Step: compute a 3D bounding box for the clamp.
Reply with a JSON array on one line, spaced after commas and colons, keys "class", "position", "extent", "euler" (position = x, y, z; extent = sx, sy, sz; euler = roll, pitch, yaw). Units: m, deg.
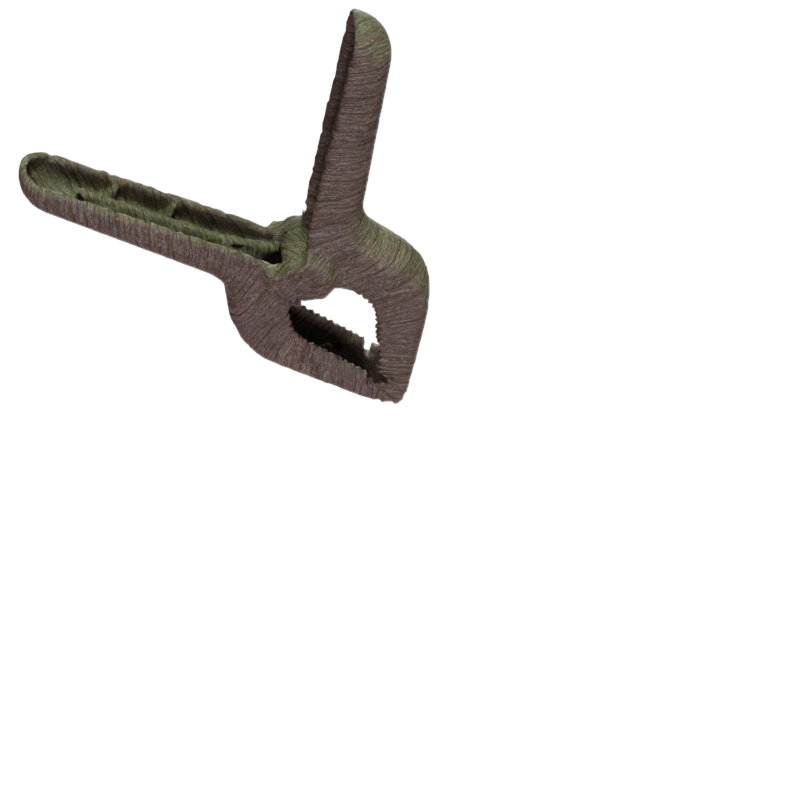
[{"class": "clamp", "position": [-0.038, -0.070, 0.488], "extent": [0.165, 0.039, 0.195], "euler": [-23, -46, 24]}]
